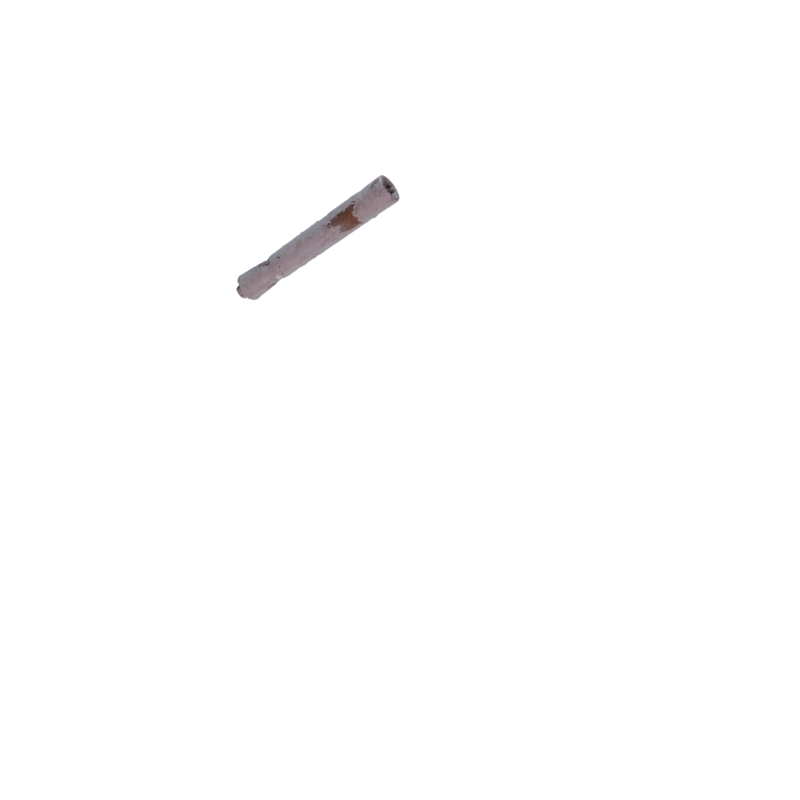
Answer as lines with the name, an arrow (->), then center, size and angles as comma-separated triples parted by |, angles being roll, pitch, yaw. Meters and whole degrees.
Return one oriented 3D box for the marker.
marker -> -0.053, -0.097, 0.681 | 0.120, 0.020, 0.019 | -32, -9, 22
